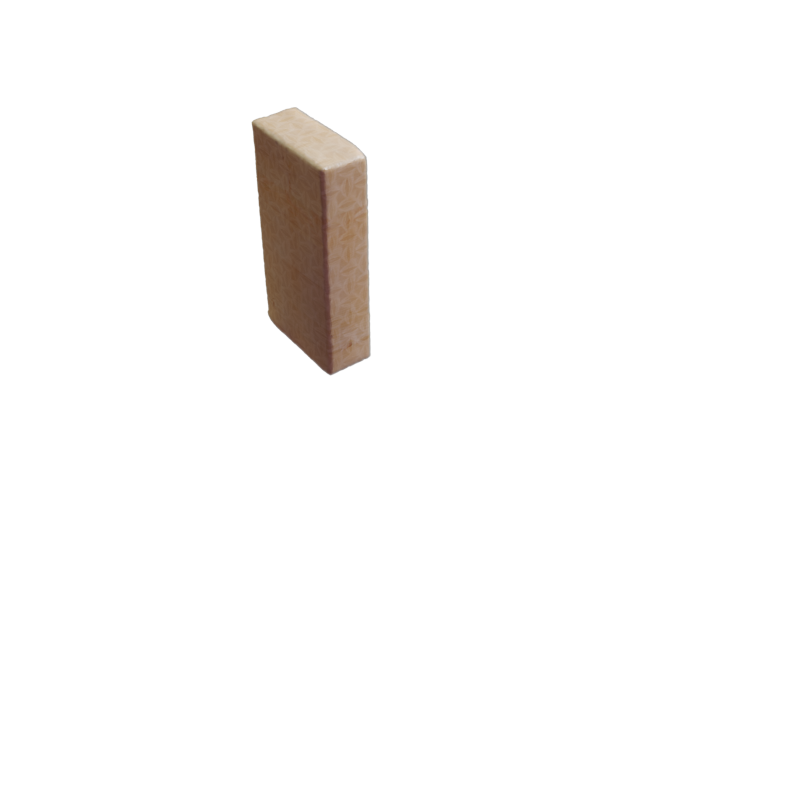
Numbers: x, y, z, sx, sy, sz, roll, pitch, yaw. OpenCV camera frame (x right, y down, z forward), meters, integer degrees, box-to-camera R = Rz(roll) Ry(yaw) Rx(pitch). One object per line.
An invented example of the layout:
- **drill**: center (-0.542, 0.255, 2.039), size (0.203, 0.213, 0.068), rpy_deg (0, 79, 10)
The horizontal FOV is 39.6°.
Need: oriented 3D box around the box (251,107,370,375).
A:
- **box**: center (-0.063, -0.116, 0.811), size (0.047, 0.165, 0.101), rpy_deg (-20, 42, -29)
